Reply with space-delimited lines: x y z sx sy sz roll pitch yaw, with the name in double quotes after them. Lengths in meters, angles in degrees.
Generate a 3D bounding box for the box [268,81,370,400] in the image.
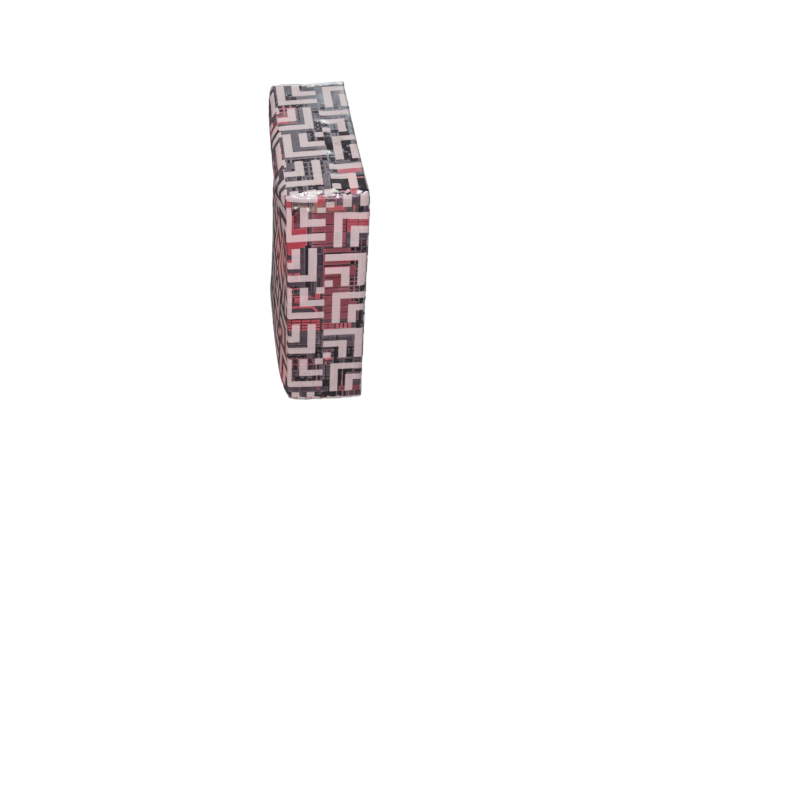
-0.072 -0.132 0.925 0.071 0.199 0.177 -4 42 -8 "box"
